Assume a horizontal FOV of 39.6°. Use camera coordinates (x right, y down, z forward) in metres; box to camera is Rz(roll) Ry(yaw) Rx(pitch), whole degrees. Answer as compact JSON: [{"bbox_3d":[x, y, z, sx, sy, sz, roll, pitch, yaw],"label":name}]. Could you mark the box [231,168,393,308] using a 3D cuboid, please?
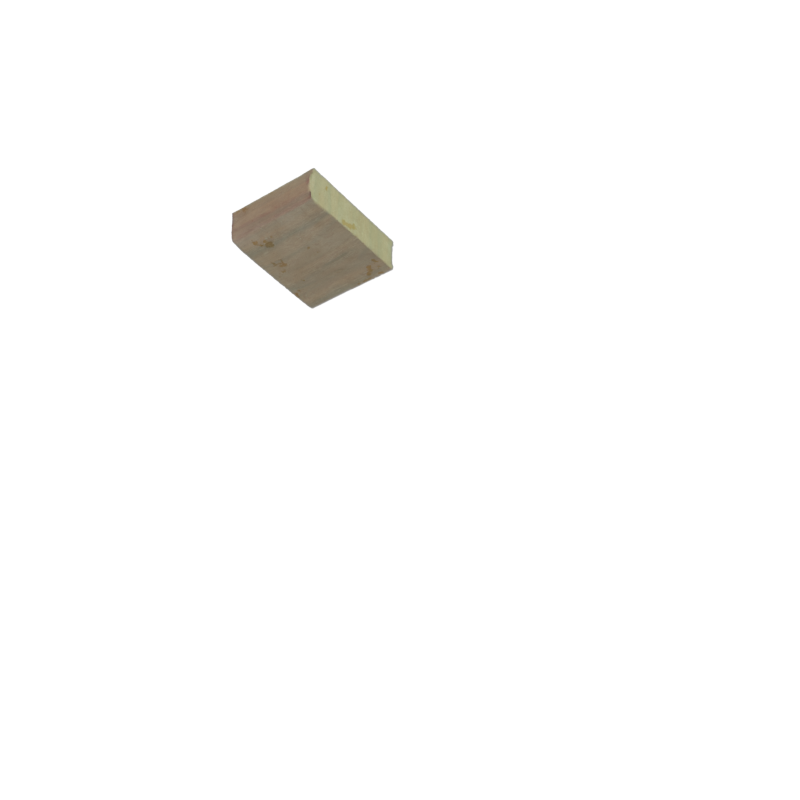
[{"bbox_3d":[-0.073,-0.133,0.929,0.090,0.042,0.105,-25,-43,28],"label":"box"}]
